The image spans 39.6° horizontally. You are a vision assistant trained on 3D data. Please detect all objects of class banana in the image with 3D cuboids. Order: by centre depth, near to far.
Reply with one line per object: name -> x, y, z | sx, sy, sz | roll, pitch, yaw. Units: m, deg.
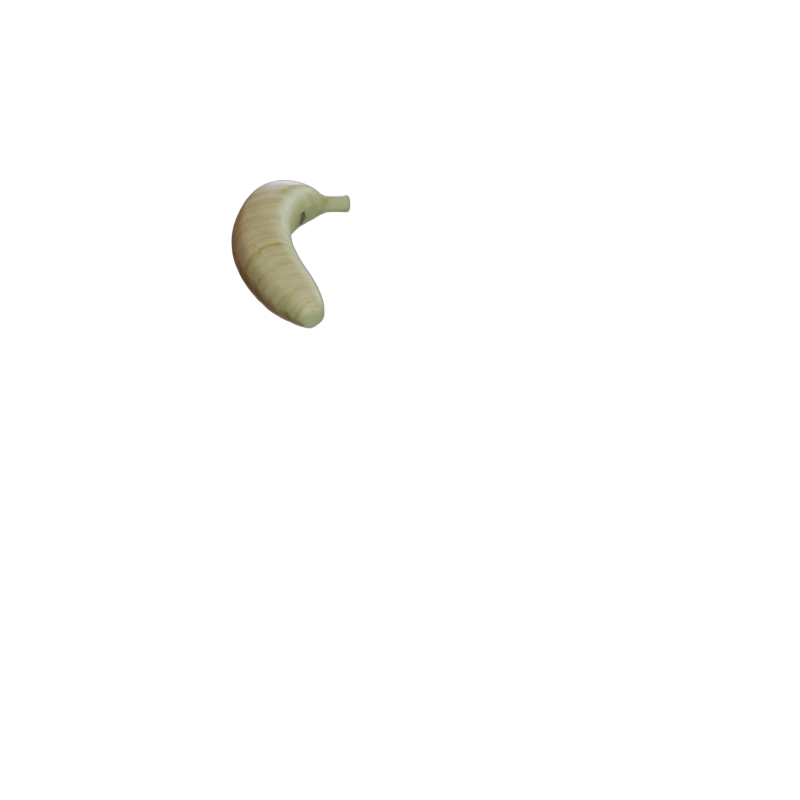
banana -> -0.072, -0.102, 0.697 | 0.070, 0.035, 0.208 | 2, 30, 2
